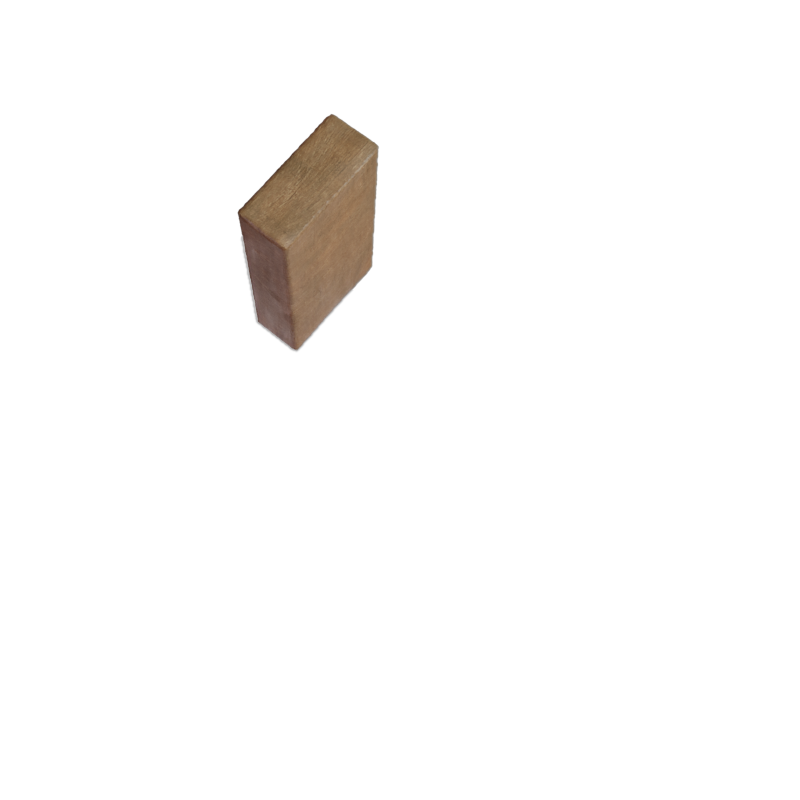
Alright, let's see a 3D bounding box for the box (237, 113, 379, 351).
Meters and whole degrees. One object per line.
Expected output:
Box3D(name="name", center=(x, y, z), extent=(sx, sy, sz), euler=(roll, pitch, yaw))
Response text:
Box3D(name="box", center=(-0.058, -0.106, 0.745), extent=(0.049, 0.095, 0.168), euler=(37, -16, 7))
